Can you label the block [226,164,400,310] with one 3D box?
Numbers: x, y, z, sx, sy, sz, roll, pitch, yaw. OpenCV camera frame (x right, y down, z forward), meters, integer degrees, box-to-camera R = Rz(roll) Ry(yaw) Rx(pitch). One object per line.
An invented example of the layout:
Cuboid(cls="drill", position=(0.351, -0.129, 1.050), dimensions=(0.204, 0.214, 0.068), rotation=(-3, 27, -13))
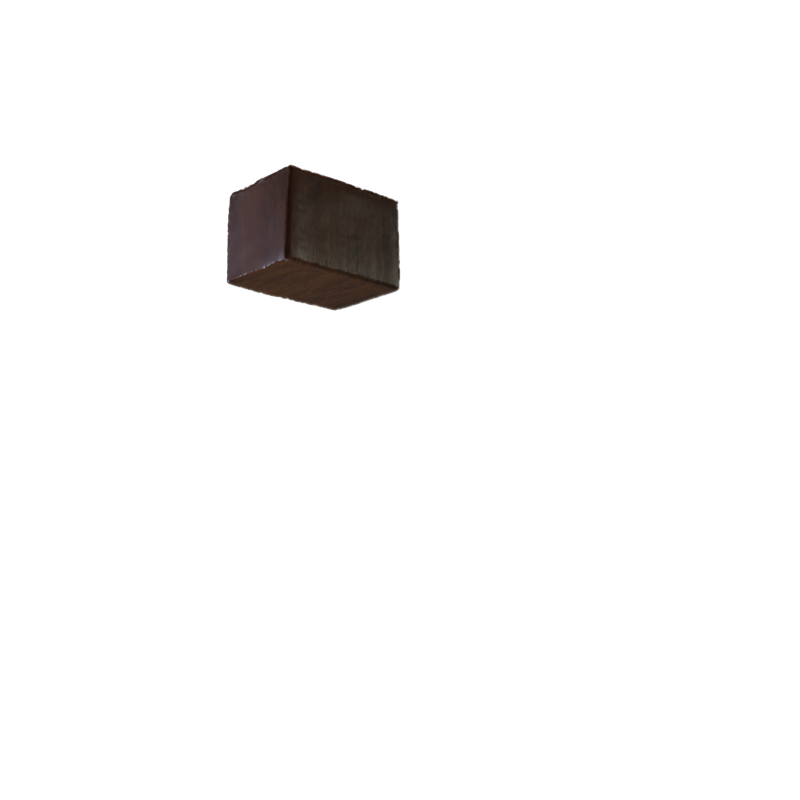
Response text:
Cuboid(cls="block", position=(-0.045, -0.083, 0.580), dimensions=(0.074, 0.053, 0.053), rotation=(13, -21, -41))
